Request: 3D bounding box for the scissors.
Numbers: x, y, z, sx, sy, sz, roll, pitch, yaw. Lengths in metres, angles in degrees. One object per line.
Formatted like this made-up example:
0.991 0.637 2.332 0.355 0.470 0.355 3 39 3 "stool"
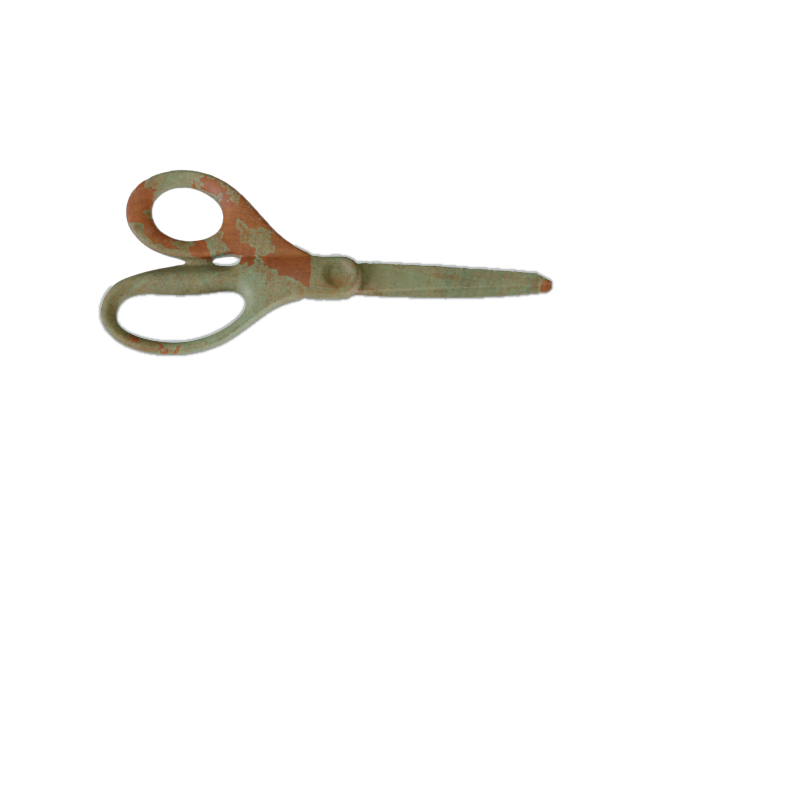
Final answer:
-0.040 -0.073 0.510 0.201 0.101 0.015 -13 -17 -4 "scissors"
